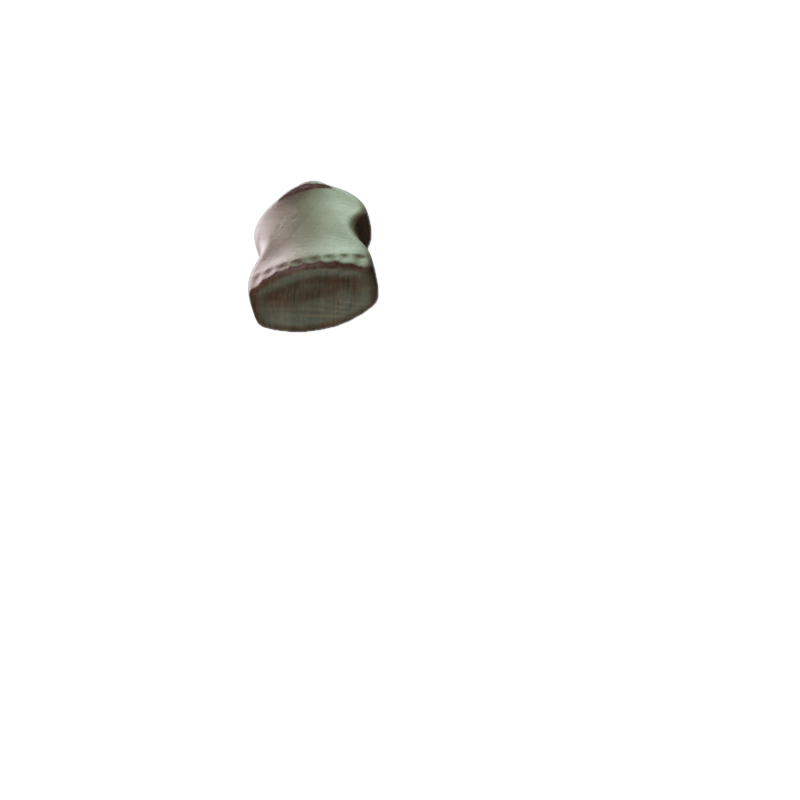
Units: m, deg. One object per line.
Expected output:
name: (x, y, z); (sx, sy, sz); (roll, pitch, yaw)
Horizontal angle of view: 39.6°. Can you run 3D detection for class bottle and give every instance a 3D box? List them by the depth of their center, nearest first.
bottle: (-0.071, -0.129, 0.901); (0.096, 0.054, 0.204); (-13, 33, 5)
